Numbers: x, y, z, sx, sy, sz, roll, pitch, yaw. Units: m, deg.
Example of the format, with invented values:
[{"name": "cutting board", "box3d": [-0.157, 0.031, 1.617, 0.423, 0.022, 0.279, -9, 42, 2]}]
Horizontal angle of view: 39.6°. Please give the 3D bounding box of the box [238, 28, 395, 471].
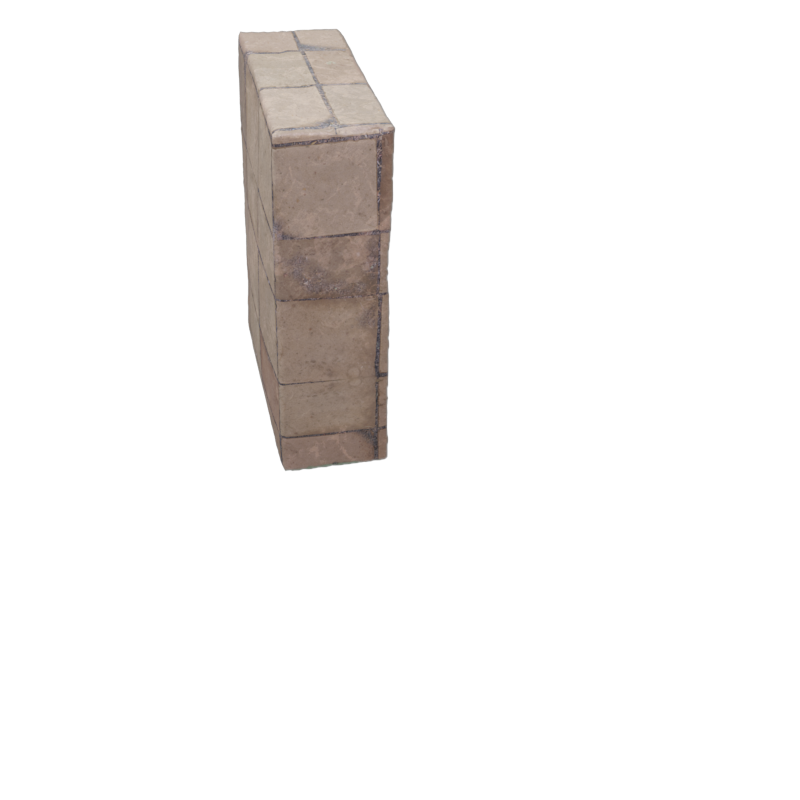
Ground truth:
[{"name": "box", "box3d": [-0.052, -0.094, 0.661, 0.071, 0.201, 0.176, -5, 33, -12]}]
